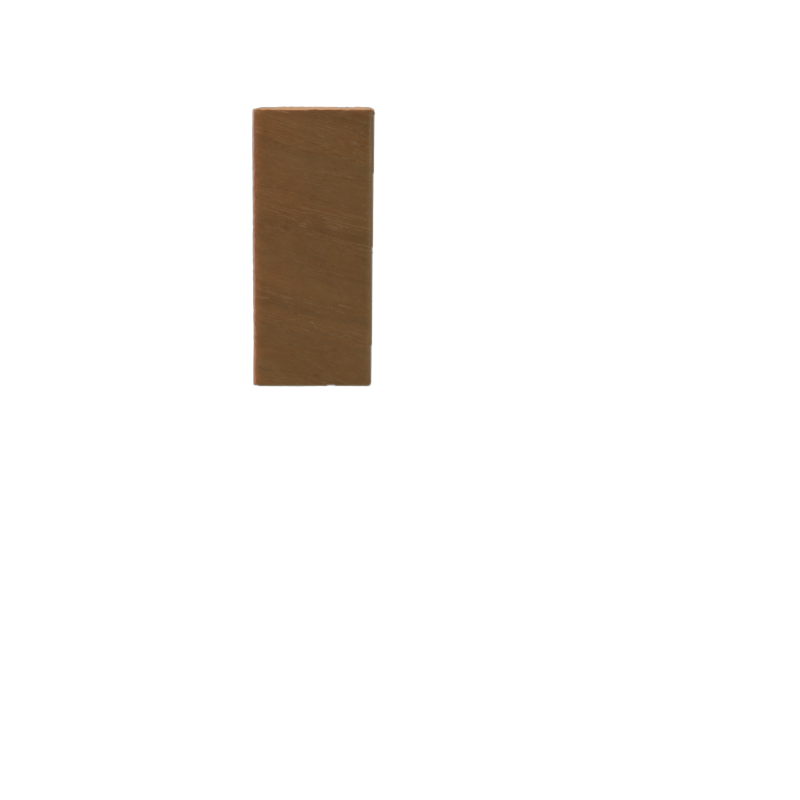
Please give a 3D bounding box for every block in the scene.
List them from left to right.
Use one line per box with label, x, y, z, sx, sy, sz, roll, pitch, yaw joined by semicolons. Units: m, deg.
block;-0.066;-0.122;0.855;0.090;0.202;0.093;0;9;-2
